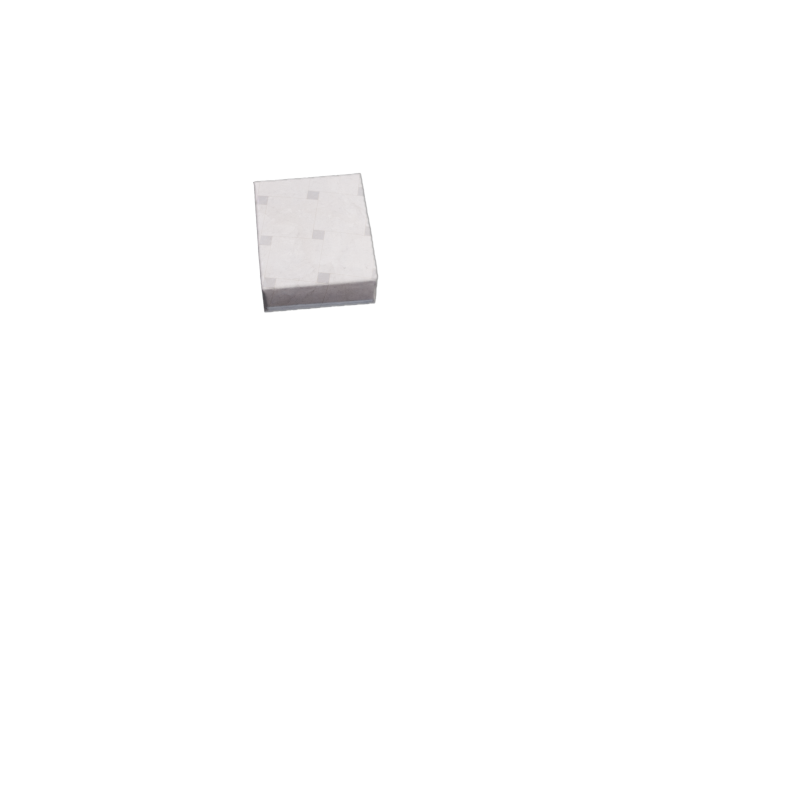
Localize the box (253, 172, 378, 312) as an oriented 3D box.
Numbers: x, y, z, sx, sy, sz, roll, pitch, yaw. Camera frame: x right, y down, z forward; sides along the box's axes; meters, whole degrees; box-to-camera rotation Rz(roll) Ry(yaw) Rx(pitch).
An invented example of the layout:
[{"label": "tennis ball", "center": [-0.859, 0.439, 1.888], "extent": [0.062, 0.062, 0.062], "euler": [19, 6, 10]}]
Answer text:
[{"label": "box", "center": [-0.069, -0.126, 0.885], "extent": [0.089, 0.122, 0.036], "euler": [-5, -37, -5]}]
